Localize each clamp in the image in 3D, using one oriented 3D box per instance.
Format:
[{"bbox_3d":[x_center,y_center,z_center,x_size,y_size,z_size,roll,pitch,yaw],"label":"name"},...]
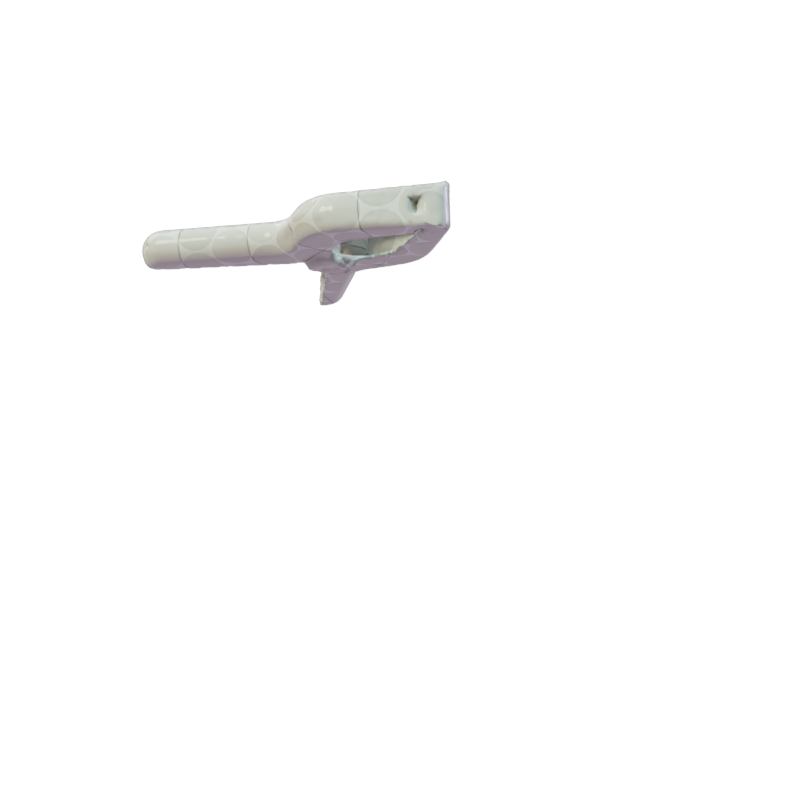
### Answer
[{"bbox_3d":[-0.055,-0.100,0.704,0.157,0.037,0.213,6,-11,-35],"label":"clamp"}]
